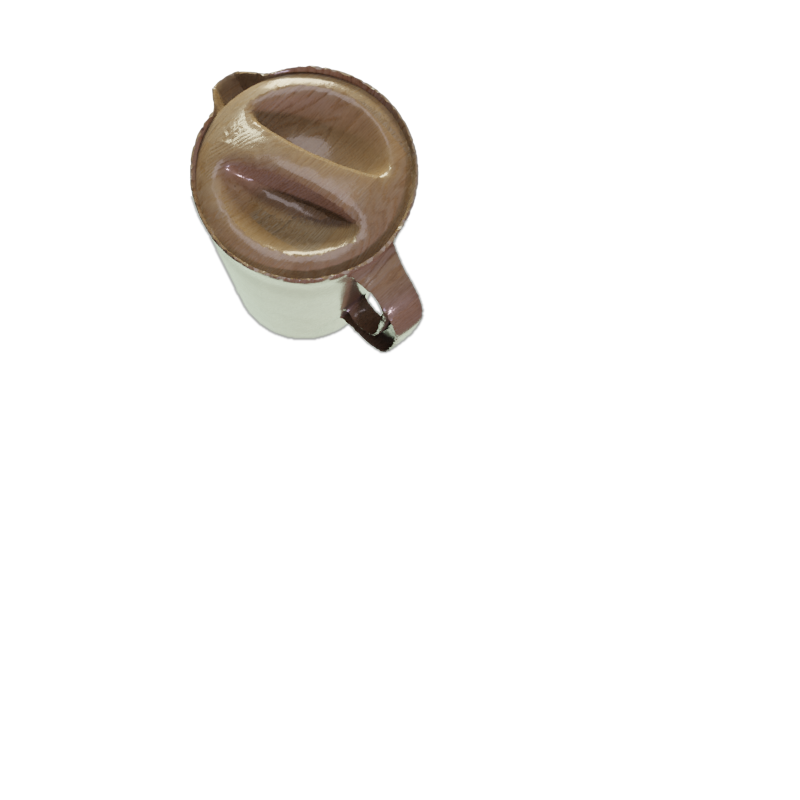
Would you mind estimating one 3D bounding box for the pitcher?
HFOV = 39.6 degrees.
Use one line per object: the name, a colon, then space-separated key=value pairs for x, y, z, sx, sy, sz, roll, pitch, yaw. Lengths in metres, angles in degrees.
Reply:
pitcher: x=-0.059 y=-0.107 z=0.748 sx=0.145 sy=0.154 sz=0.236 roll=7 pitch=-11 yaw=-2
